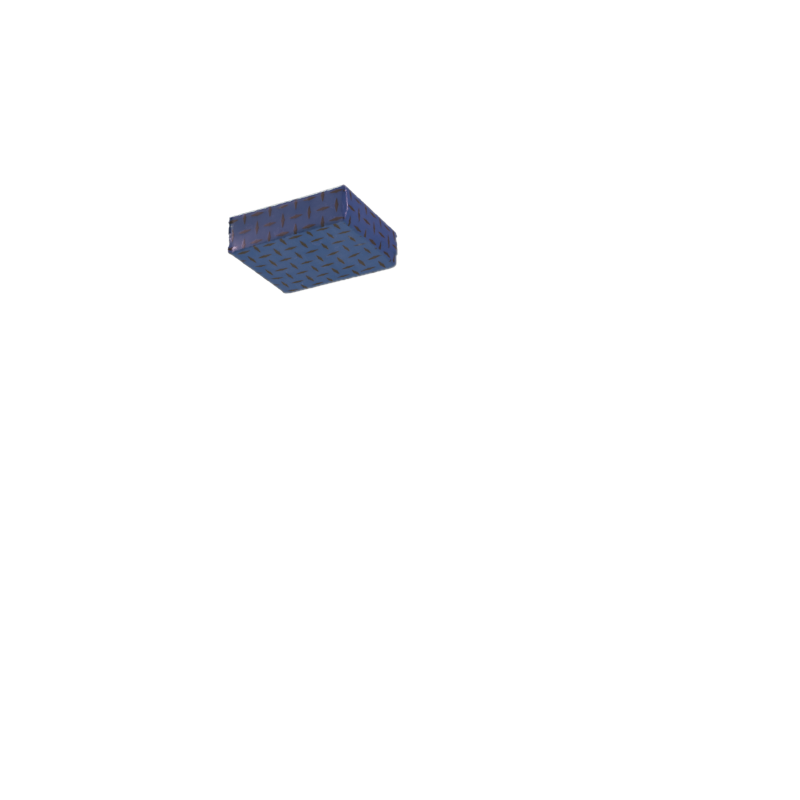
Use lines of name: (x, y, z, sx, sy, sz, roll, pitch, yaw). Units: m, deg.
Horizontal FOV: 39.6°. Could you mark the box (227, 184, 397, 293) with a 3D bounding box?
box: (-0.071, -0.130, 0.911, 0.115, 0.041, 0.083, -13, -27, 26)
